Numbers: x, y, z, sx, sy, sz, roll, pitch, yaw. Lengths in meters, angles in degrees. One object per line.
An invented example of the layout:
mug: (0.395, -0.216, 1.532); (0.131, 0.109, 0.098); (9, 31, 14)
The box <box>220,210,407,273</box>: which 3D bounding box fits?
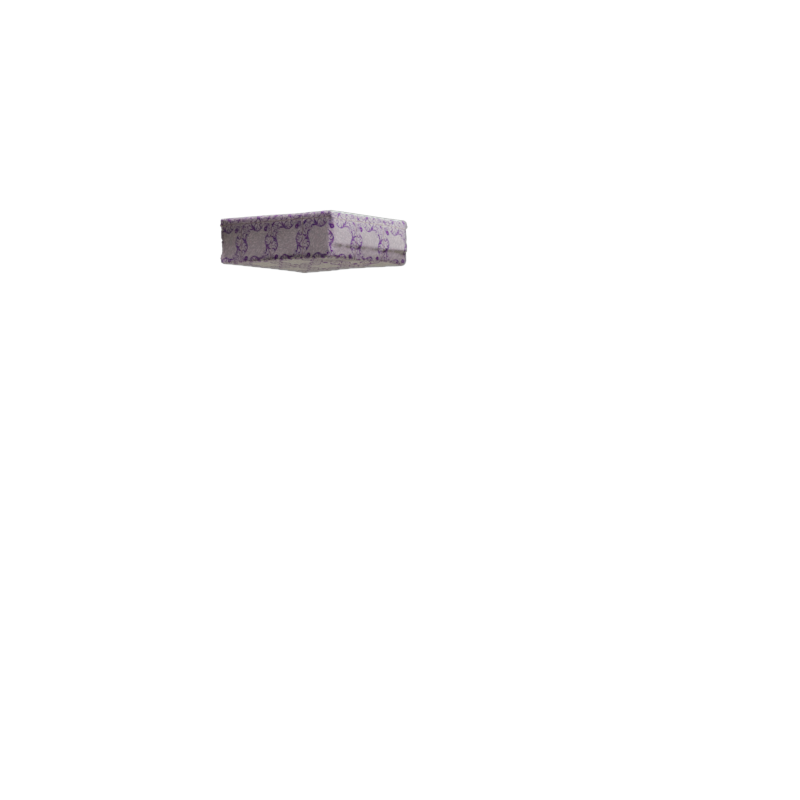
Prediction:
box: (-0.065, -0.119, 0.830); (0.117, 0.039, 0.086); (0, 0, 39)
